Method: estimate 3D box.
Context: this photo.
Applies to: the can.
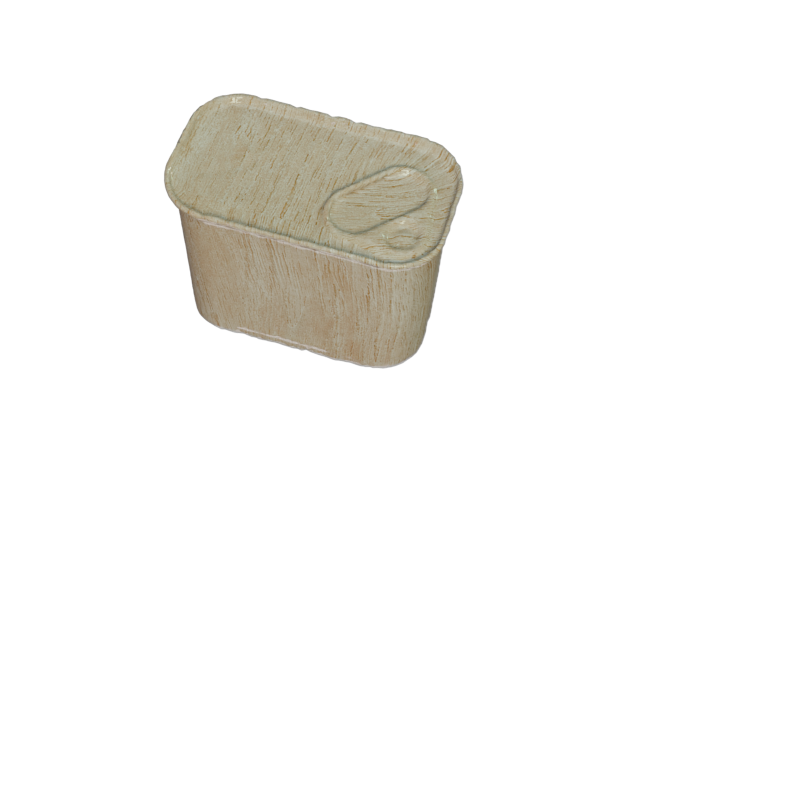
[{"bbox_3d":[-0.033,-0.060,0.420,0.104,0.060,0.079,16,-29,8],"label":"can"}]
